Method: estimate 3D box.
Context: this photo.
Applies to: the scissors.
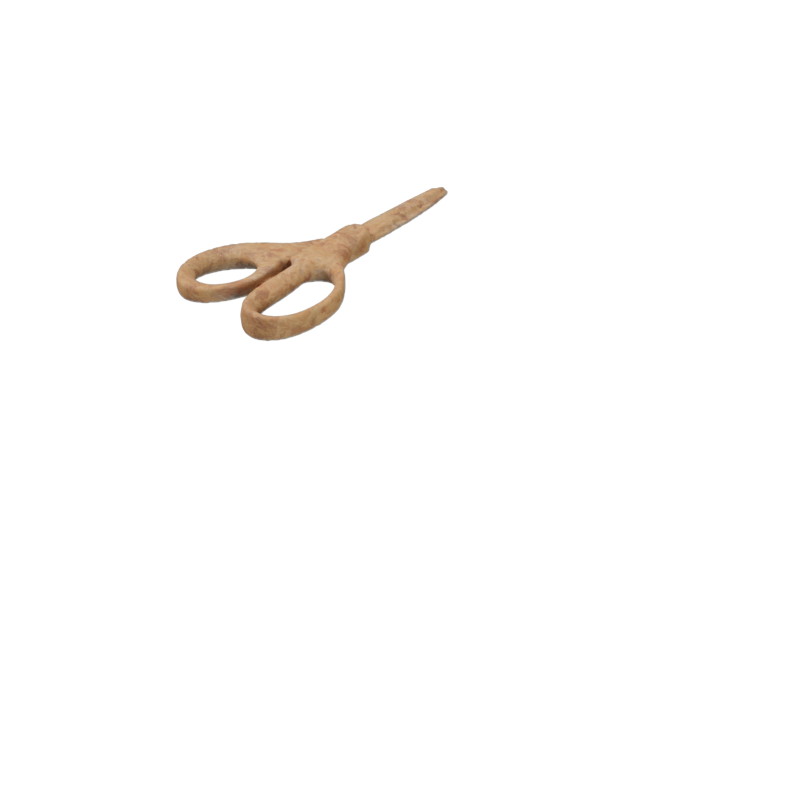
[{"bbox_3d":[-0.047,-0.086,0.605,0.099,0.015,0.208,10,32,16],"label":"scissors"}]
